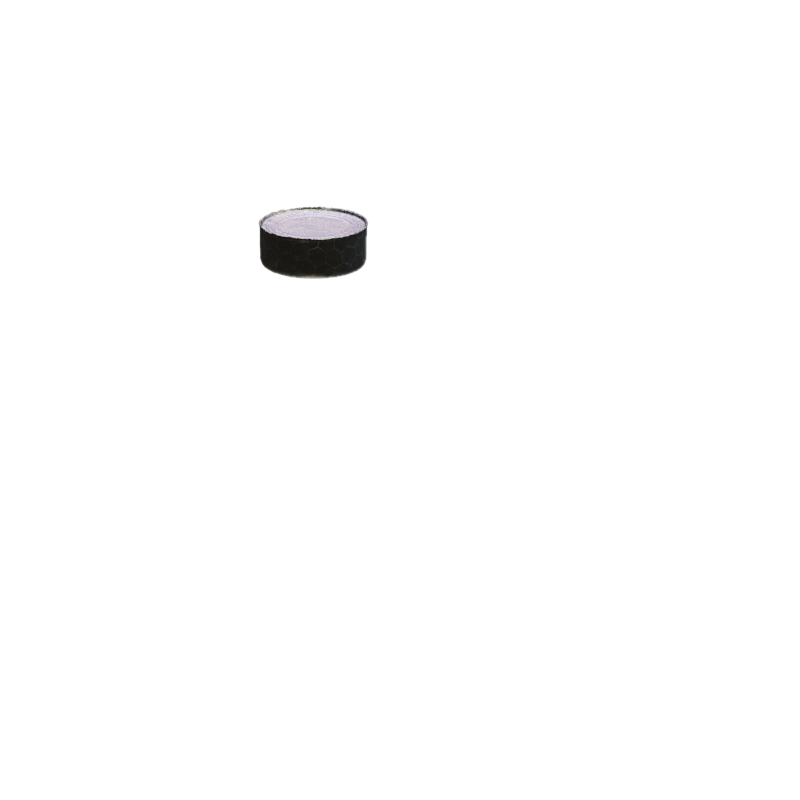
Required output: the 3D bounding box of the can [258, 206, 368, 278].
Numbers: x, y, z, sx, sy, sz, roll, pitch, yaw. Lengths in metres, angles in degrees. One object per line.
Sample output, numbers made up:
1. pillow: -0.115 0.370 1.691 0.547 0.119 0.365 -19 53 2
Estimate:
1. can: -0.068 -0.125 0.874 0.086 0.032 0.090 -1 24 -2
